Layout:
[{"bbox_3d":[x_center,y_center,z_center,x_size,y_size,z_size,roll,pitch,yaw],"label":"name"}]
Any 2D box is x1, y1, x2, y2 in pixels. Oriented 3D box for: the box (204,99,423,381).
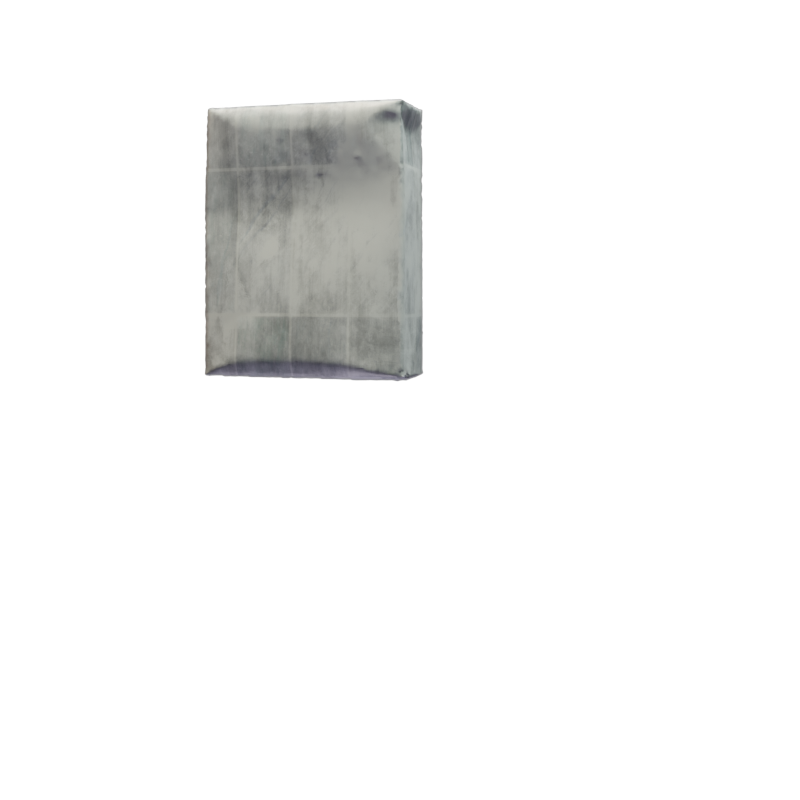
[{"bbox_3d":[-0.068,-0.125,0.874,0.168,0.214,0.070,0,-1,17],"label":"box"}]
